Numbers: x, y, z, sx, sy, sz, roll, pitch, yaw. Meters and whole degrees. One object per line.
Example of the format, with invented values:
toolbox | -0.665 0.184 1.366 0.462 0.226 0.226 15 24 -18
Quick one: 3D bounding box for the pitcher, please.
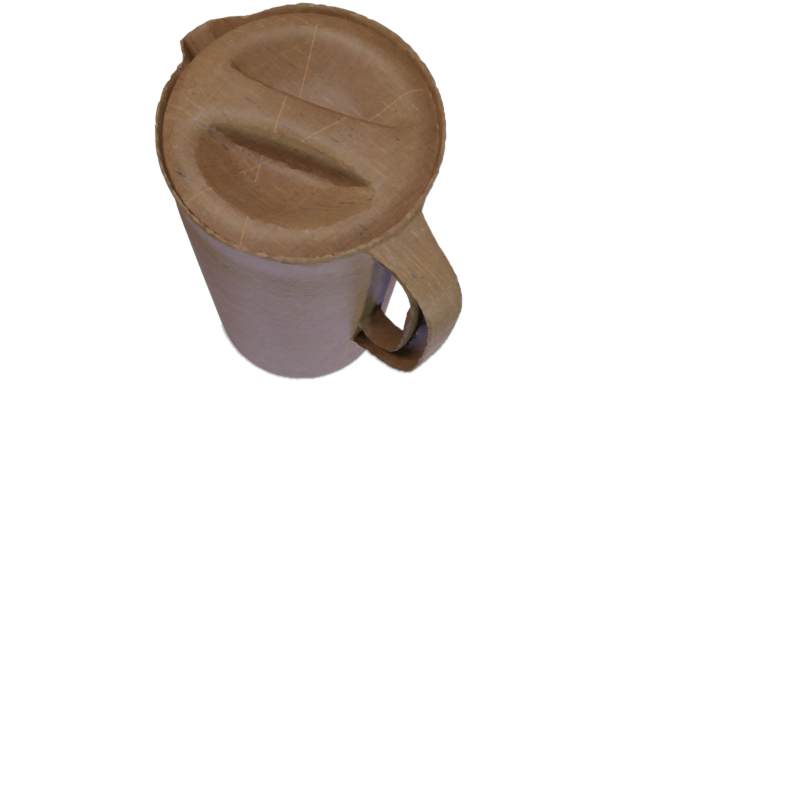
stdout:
pitcher | -0.047 -0.086 0.604 0.145 0.156 0.232 4 -18 -2
